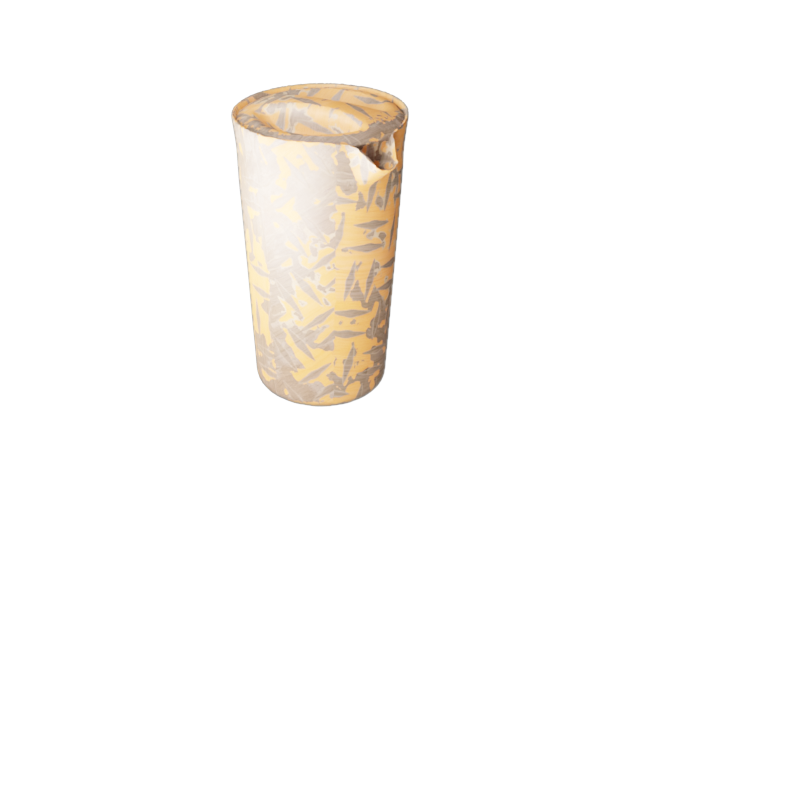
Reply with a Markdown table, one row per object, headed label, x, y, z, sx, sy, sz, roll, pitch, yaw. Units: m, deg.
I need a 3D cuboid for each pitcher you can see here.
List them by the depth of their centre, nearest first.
| label | x | y | z | sx | sy | sz | roll | pitch | yaw |
| --- | --- | --- | --- | --- | --- | --- | --- | --- | --- |
| pitcher | -0.069 | -0.127 | 0.888 | 0.146 | 0.229 | 0.157 | 4 | 30 | 4 |
